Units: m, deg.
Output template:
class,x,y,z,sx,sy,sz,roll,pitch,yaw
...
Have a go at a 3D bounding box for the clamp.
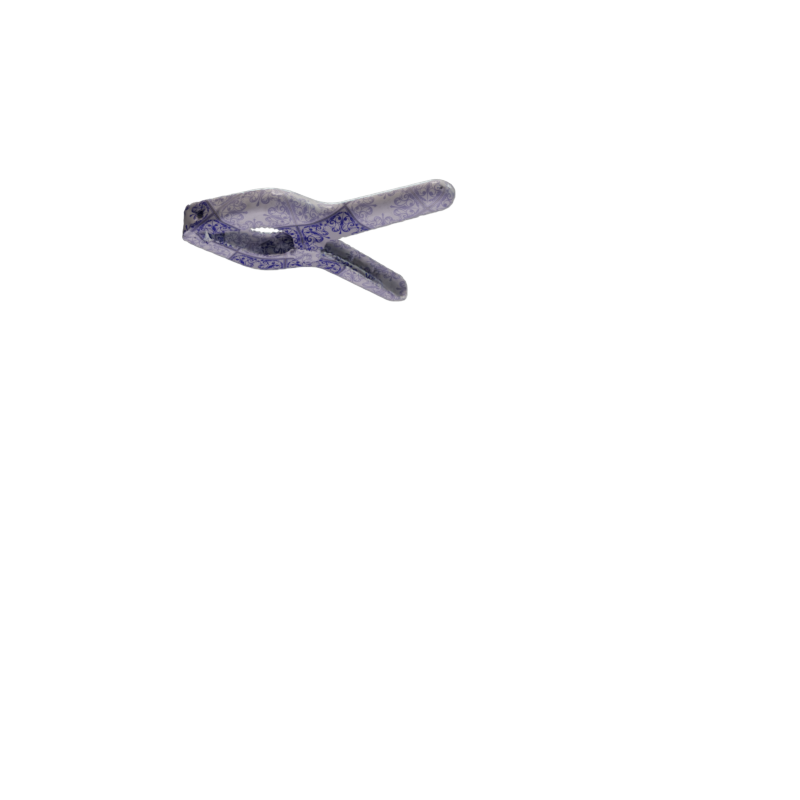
class,x,y,z,sx,sy,sz,roll,pitch,yaw
clamp,-0.071,-0.129,0.905,0.209,0.039,0.155,2,-28,-4
